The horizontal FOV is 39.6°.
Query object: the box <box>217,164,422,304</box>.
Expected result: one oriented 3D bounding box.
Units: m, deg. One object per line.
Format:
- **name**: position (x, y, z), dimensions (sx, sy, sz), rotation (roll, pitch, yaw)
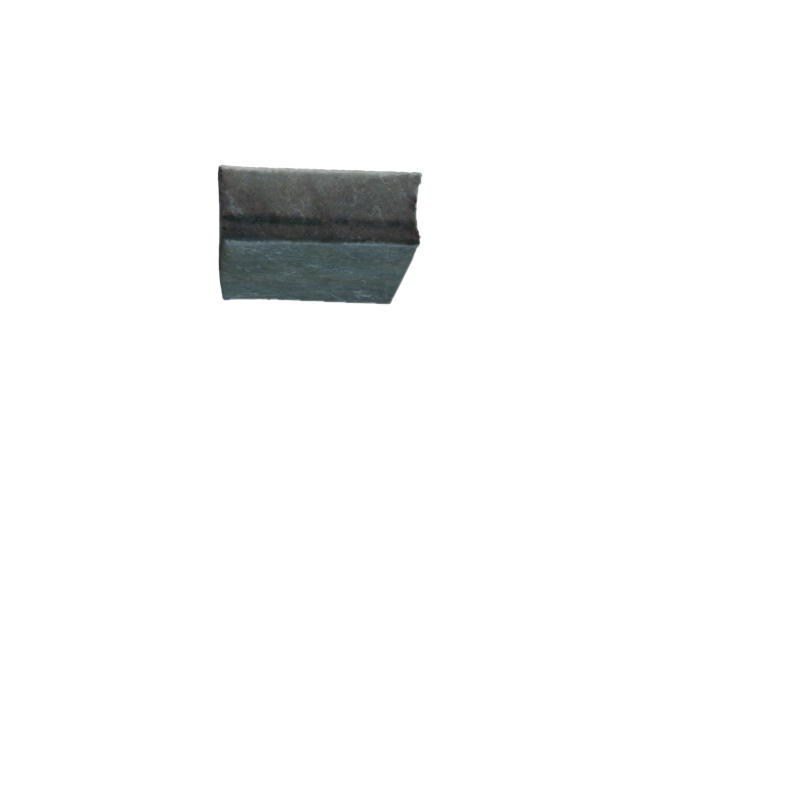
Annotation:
- **box**: position (-0.041, -0.075, 0.528), dimensions (0.089, 0.040, 0.111), rotation (1, -8, -6)
